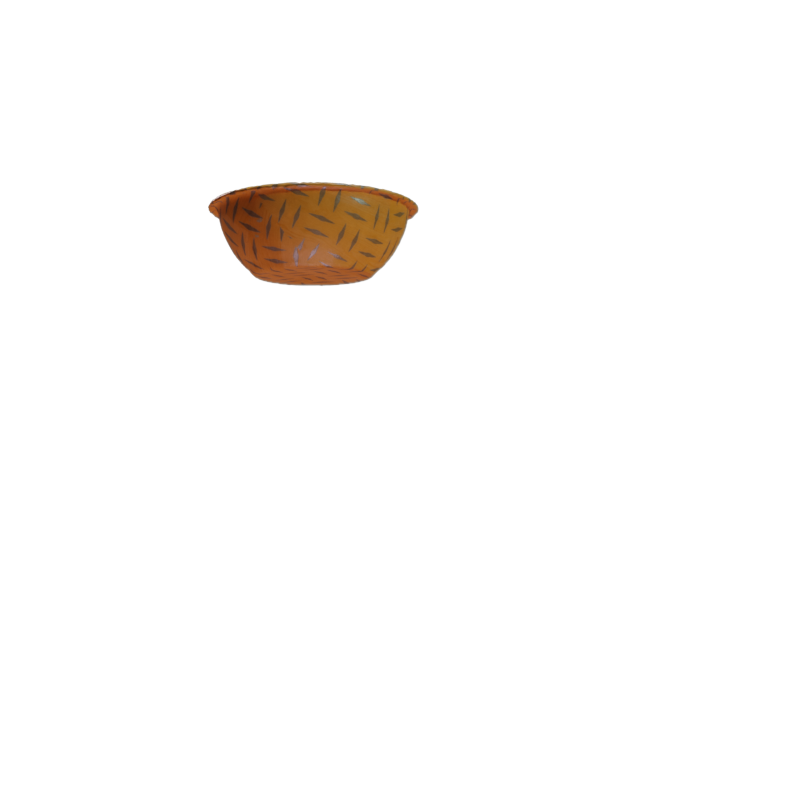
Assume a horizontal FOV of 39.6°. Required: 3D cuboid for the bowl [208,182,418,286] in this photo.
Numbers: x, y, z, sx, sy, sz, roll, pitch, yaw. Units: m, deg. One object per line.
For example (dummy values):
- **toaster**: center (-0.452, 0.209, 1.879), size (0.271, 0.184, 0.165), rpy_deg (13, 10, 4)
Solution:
- **bowl**: center (-0.067, -0.122, 0.852), size (0.162, 0.056, 0.159), rpy_deg (0, -4, -2)
